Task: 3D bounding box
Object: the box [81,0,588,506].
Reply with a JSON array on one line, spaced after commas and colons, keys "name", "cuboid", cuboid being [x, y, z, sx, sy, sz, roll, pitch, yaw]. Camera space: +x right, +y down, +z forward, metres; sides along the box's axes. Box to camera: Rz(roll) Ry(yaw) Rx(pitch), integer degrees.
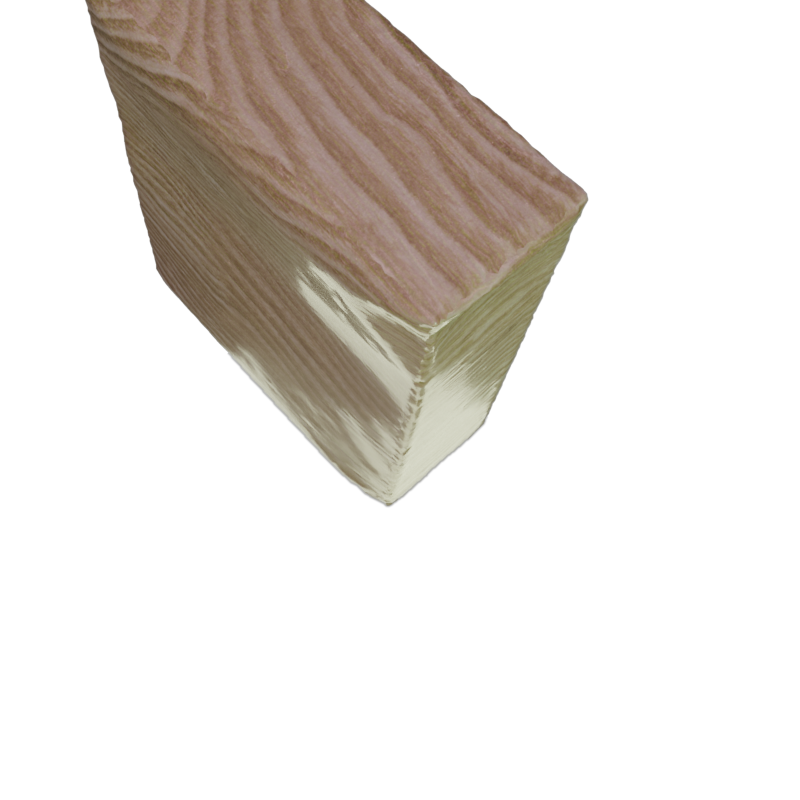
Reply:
[{"name": "box", "cuboid": [-0.033, -0.060, 0.423, 0.072, 0.172, 0.203, -40, -15, -16]}]
